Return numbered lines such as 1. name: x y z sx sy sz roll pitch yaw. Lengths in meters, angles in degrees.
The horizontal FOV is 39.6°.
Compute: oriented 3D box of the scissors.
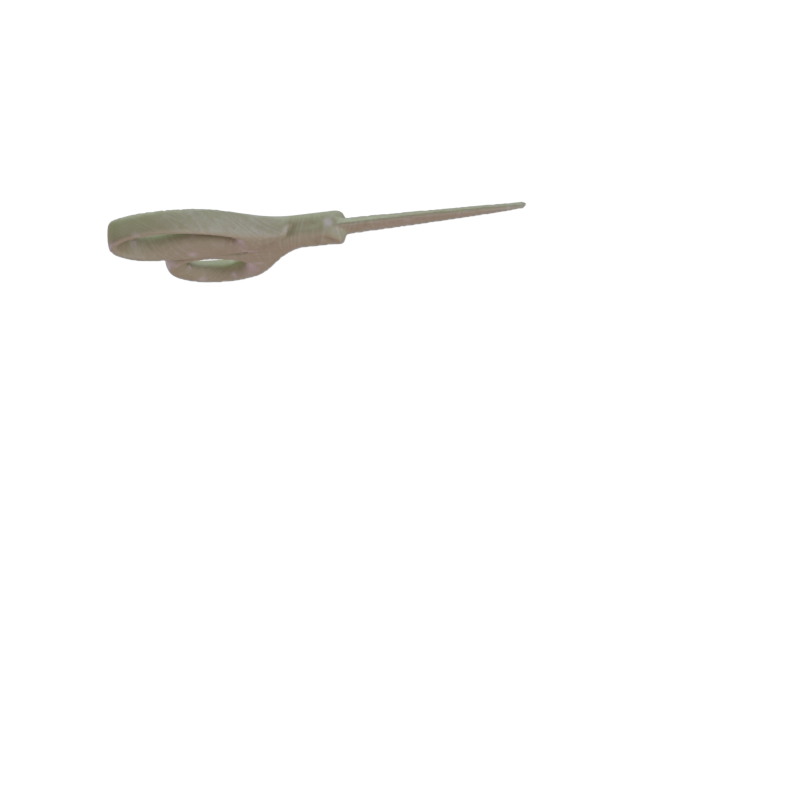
1. scissors: -0.043 -0.079 0.555 0.203 0.016 0.092 -1 -10 4
